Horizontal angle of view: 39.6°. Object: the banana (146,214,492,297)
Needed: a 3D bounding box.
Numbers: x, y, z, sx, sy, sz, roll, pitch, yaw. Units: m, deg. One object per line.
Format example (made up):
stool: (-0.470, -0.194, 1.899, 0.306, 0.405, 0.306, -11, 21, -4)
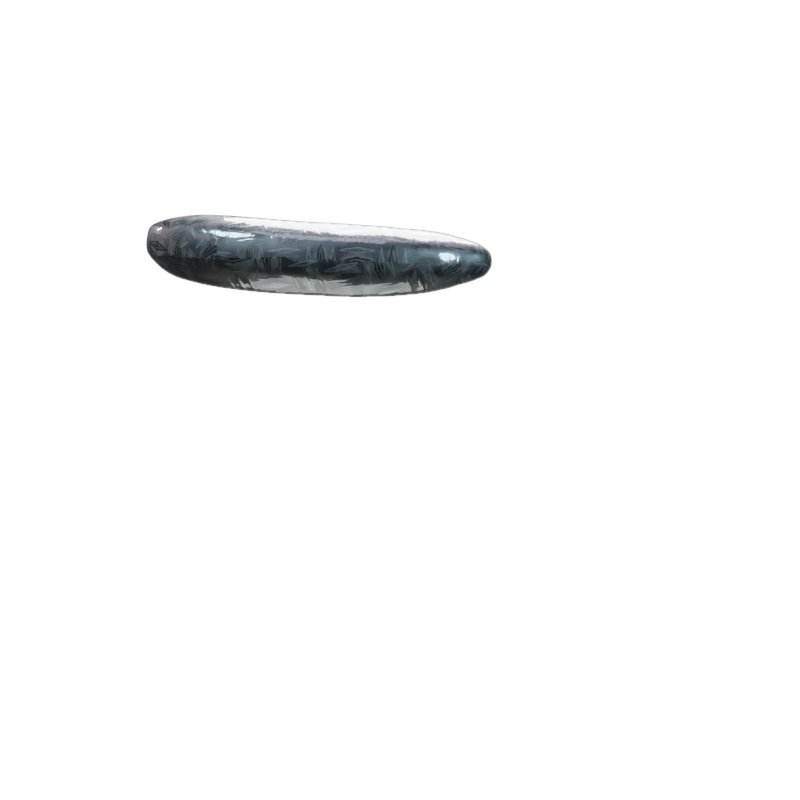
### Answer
banana: (-0.055, -0.078, 0.580, 0.203, 0.035, 0.071, 7, 23, 17)
